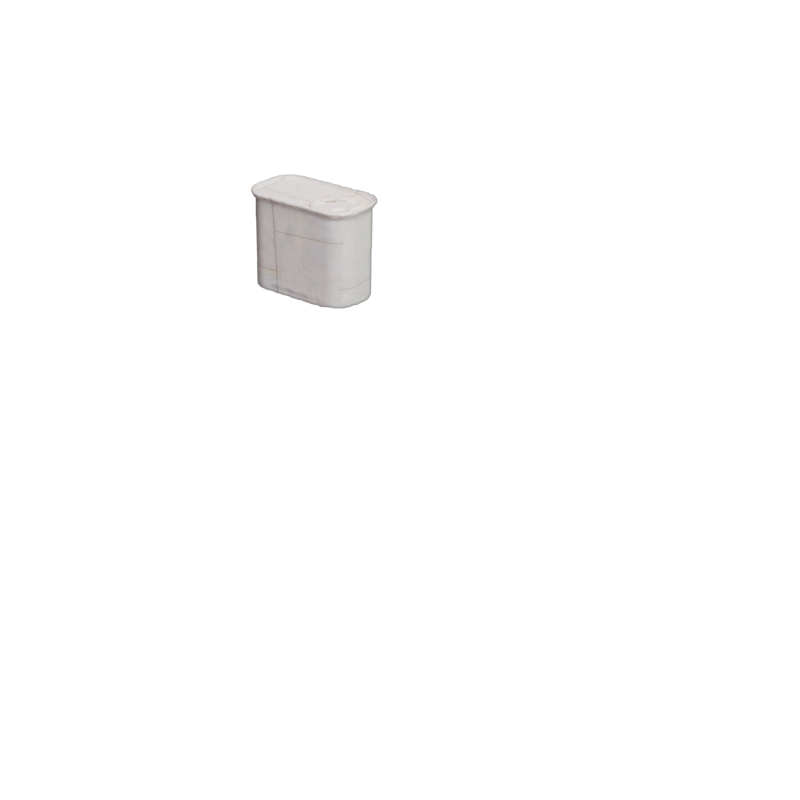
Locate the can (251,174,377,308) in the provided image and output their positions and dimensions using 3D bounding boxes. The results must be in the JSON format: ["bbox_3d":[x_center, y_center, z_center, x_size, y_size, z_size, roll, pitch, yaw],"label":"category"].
[{"bbox_3d":[-0.070,-0.127,0.890,0.108,0.080,0.057,19,30,32],"label":"can"}]
